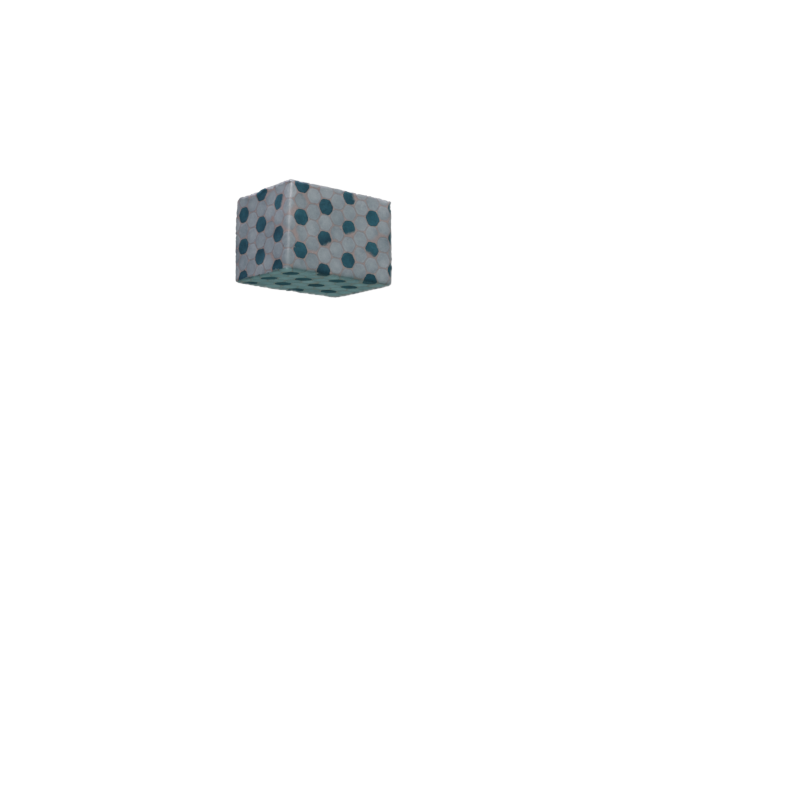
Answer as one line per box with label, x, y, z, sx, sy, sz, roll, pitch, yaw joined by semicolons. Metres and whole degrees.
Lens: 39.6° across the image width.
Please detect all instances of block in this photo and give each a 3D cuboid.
block;-0.050;-0.092;0.642;0.074;0.053;0.054;6;-11;-40
